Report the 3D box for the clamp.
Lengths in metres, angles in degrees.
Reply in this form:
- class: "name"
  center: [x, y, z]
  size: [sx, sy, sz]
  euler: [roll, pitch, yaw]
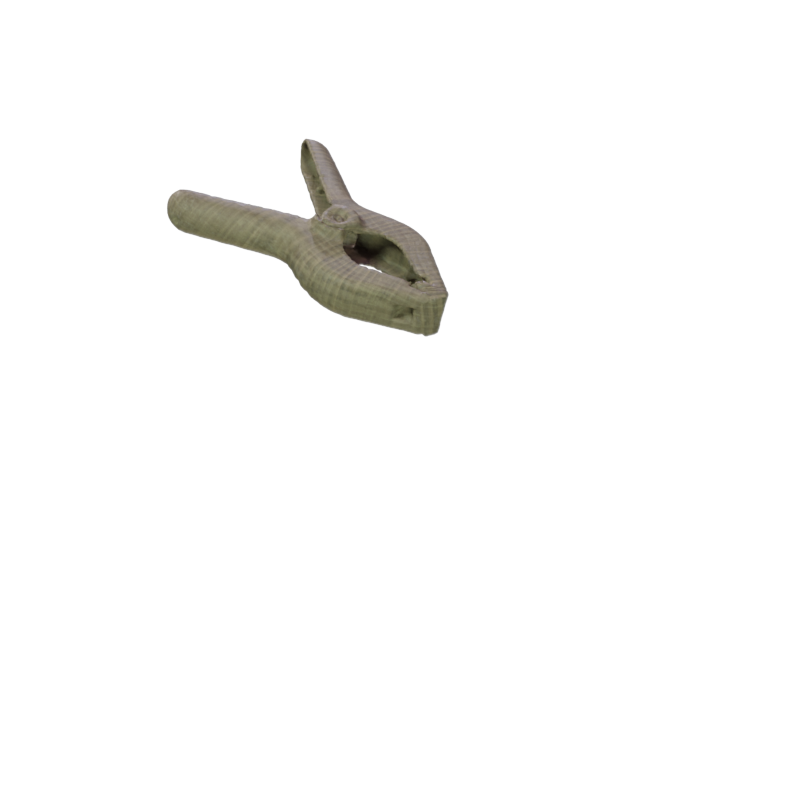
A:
- class: "clamp"
  center: [-0.049, -0.090, 0.632]
  size: [0.119, 0.037, 0.185]
  euler: [-26, 49, -26]
